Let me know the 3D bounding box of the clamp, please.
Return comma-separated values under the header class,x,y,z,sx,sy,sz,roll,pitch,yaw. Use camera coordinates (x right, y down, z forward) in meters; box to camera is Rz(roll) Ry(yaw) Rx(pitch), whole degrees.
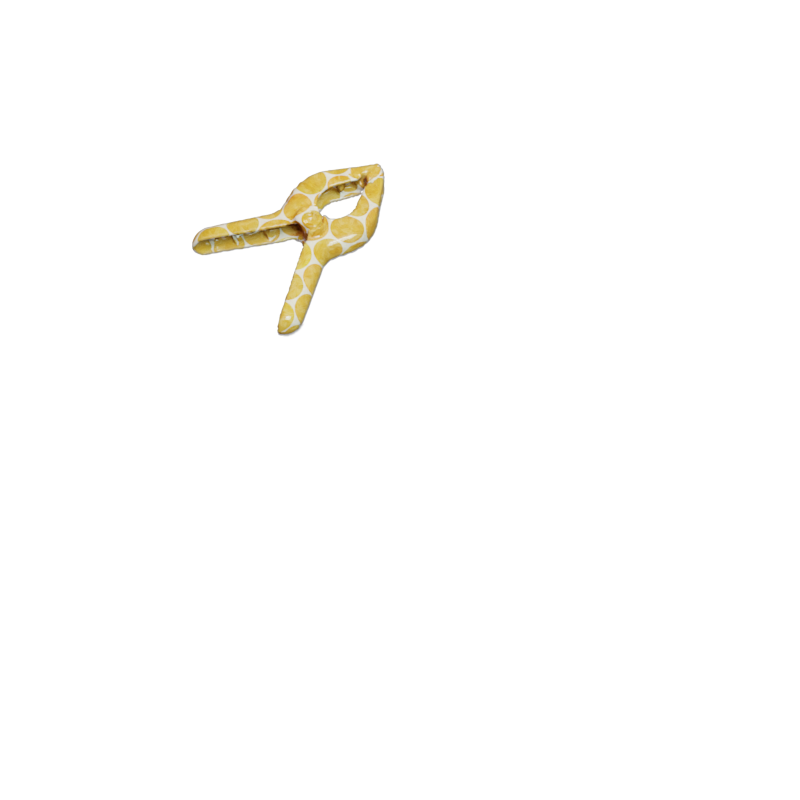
class,x,y,z,sx,sy,sz,roll,pitch,yaw
clamp,-0.071,-0.130,0.913,0.172,0.127,0.037,-33,-20,-14
